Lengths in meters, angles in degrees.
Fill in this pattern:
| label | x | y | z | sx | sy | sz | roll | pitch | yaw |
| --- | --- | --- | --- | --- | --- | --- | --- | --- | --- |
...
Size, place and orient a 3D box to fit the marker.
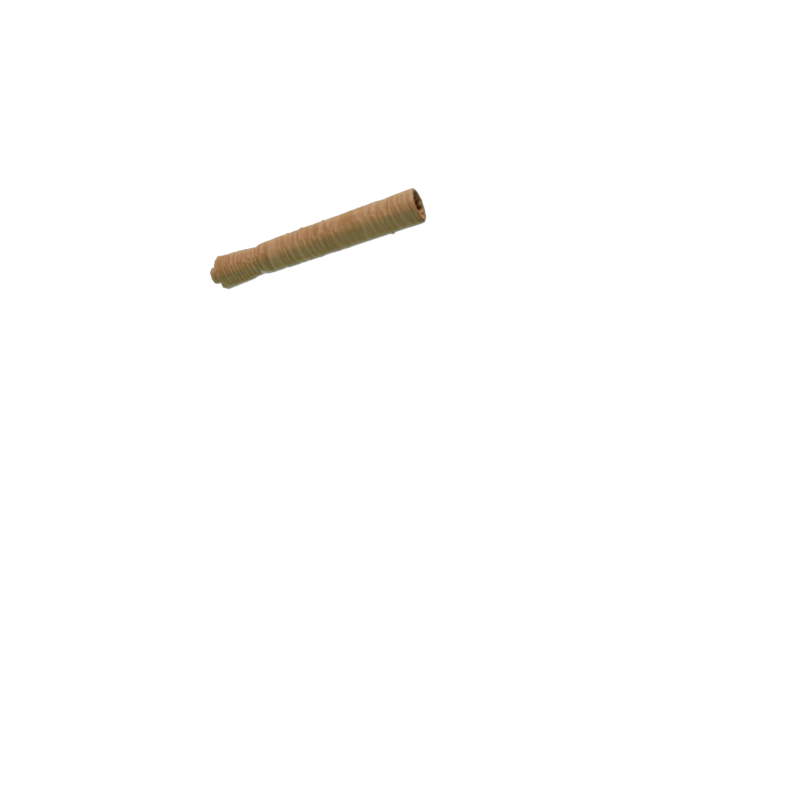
| label | x | y | z | sx | sy | sz | roll | pitch | yaw |
| --- | --- | --- | --- | --- | --- | --- | --- | --- | --- |
| marker | -0.046 | -0.083 | 0.582 | 0.122 | 0.020 | 0.019 | -16 | -1 | 19 |
